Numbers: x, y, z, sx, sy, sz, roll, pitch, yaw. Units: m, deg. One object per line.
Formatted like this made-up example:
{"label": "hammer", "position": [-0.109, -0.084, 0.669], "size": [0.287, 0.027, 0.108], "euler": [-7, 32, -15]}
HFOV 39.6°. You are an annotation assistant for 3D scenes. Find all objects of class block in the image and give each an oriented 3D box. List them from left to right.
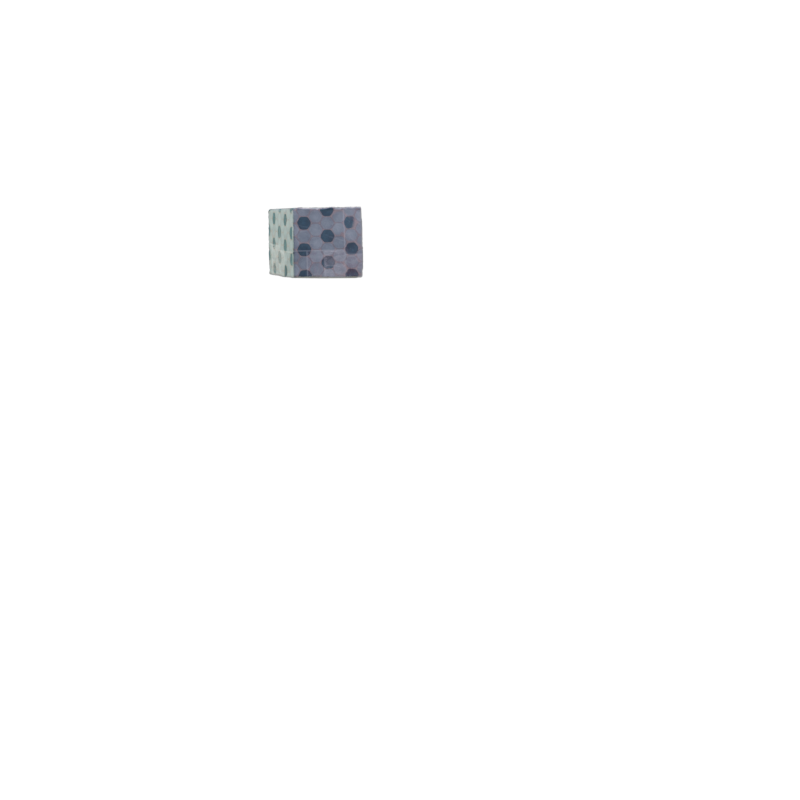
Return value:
{"label": "block", "position": [-0.064, -0.117, 0.818], "size": [0.051, 0.051, 0.080], "euler": [-2, 7, -19]}
